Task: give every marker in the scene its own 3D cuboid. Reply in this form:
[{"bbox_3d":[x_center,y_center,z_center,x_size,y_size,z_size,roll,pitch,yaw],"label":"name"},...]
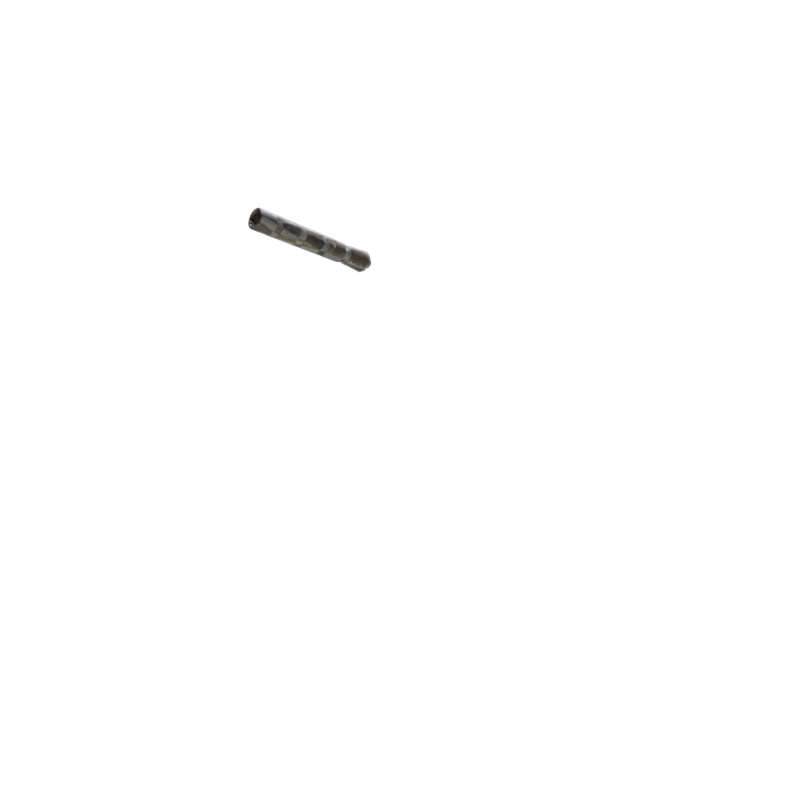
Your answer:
[{"bbox_3d":[-0.072,-0.131,0.920,0.114,0.020,0.021,18,-7,-35],"label":"marker"}]
